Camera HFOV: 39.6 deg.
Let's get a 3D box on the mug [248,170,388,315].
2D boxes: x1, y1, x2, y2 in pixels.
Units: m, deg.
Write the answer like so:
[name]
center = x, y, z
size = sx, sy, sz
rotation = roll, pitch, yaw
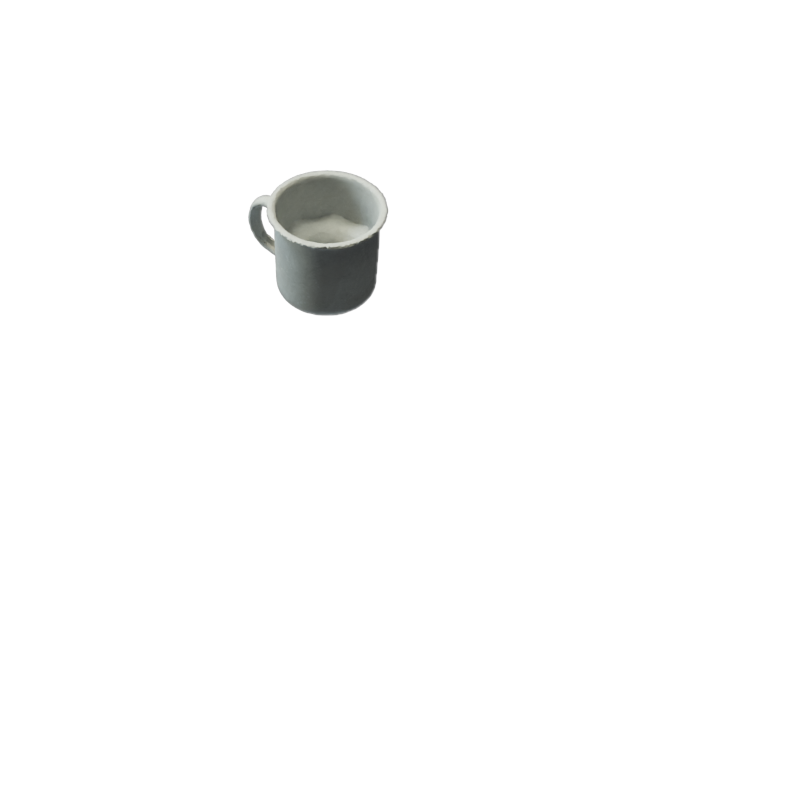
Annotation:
[mug]
center = -0.069, -0.125, 0.877
size = 0.121, 0.076, 0.096
rotation = 20, 48, 17
